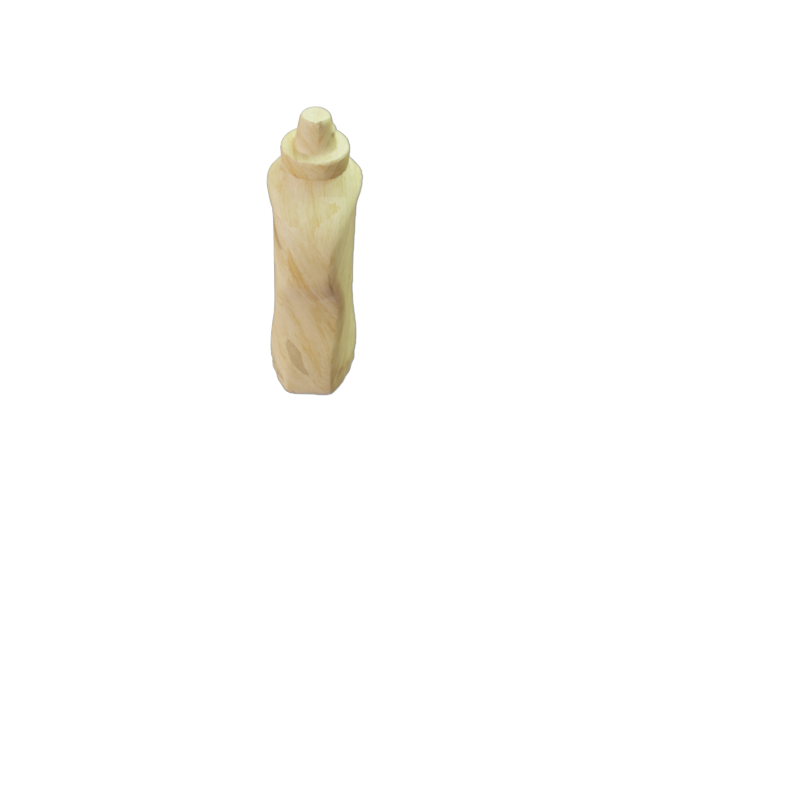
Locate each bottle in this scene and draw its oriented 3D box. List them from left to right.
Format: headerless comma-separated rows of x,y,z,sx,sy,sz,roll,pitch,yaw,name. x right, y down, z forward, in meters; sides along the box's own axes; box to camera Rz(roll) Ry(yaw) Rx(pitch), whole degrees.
-0.054,-0.099,0.696,0.058,0.179,0.103,4,44,0,bottle
